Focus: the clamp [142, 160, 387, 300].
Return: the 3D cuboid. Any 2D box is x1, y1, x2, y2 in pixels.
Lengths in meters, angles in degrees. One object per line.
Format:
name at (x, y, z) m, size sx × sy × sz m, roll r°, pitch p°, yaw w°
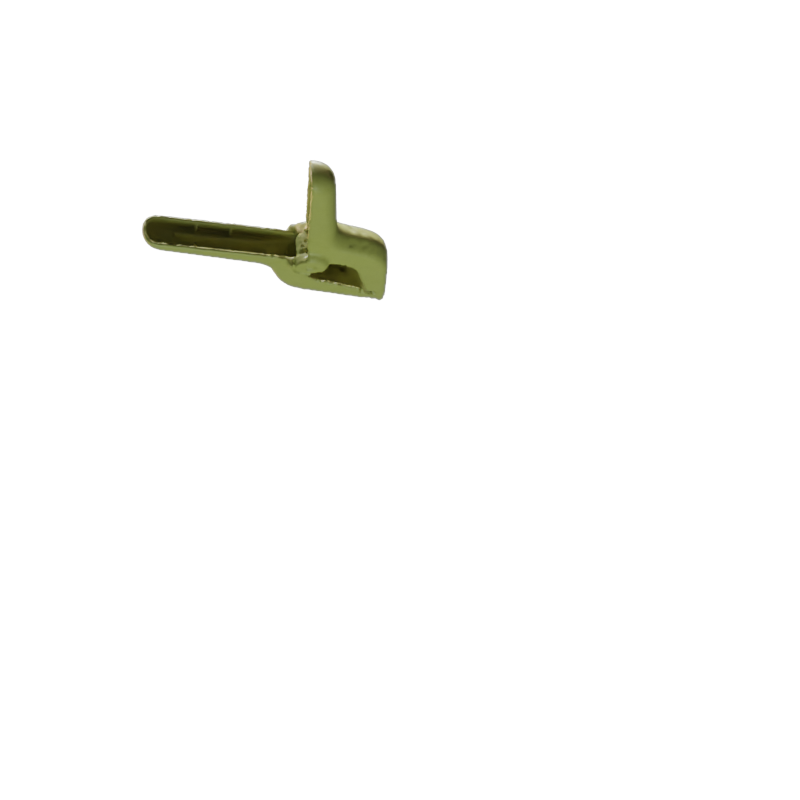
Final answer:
clamp at (-0.066, -0.120, 0.841) m, size 0.167 × 0.038 × 0.197 m, roll -13°, pitch -21°, yaw 38°
